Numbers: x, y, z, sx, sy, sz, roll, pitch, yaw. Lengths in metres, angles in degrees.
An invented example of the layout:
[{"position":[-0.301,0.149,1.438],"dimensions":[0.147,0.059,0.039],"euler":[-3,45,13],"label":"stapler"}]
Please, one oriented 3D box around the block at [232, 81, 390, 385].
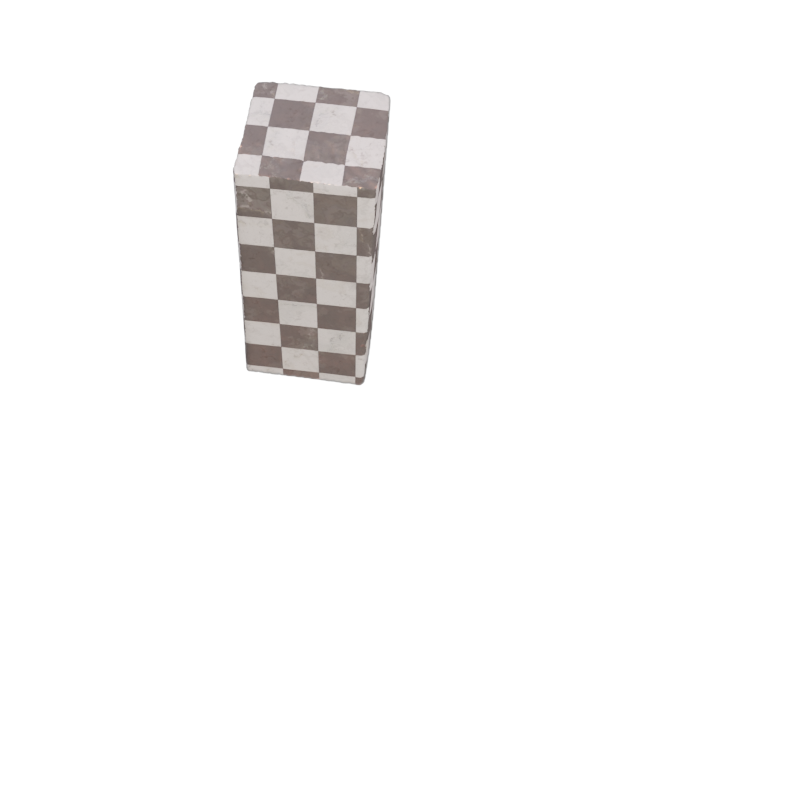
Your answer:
[{"position":[-0.060,-0.110,0.768],"dimensions":[0.091,0.096,0.192],"euler":[7,-37,1],"label":"block"}]
